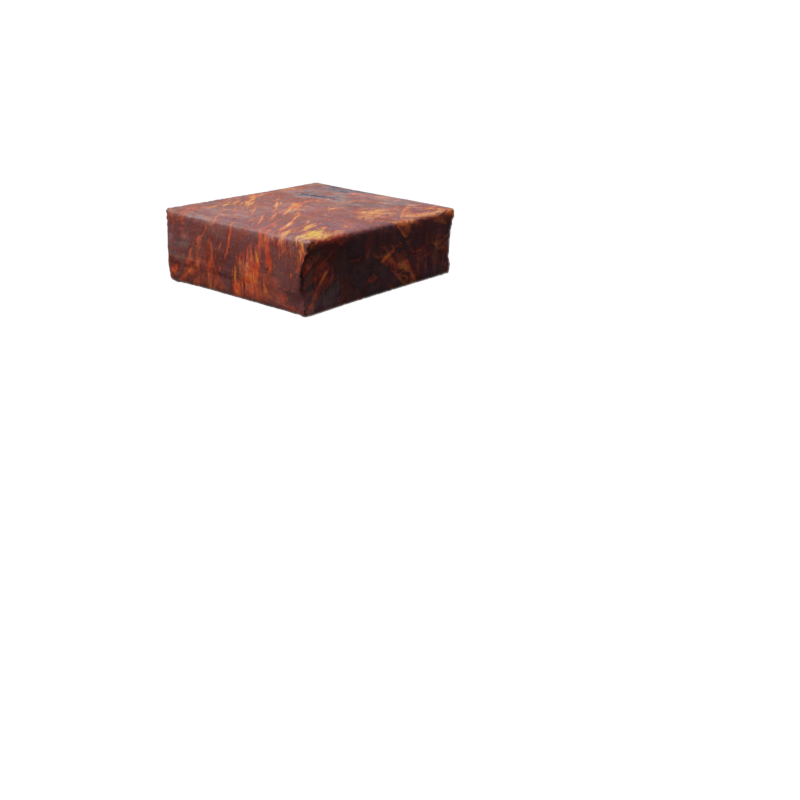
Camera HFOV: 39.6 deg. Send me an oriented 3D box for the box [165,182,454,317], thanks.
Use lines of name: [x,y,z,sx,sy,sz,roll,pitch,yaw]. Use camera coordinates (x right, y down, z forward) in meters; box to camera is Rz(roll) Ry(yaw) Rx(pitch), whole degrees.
box: [-0.042,-0.076,0.533,0.095,0.037,0.112,15,26,35]
